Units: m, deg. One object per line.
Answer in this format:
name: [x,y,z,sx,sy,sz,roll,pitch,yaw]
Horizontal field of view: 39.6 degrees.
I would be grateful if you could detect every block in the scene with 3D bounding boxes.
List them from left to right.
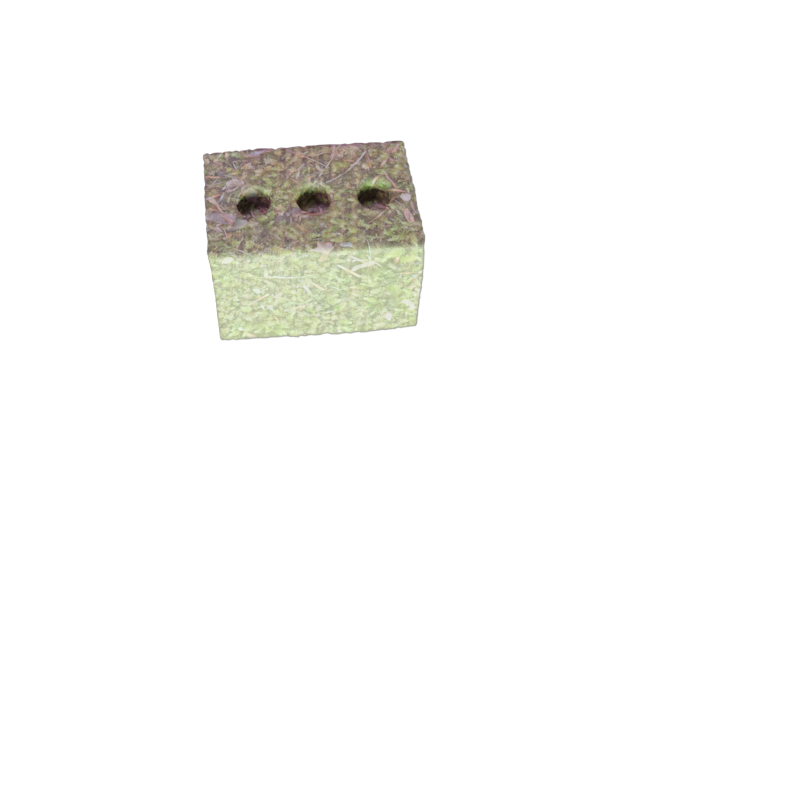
block: [-0.033,-0.059,0.416,0.077,0.057,0.048,-5,-36,-5]
